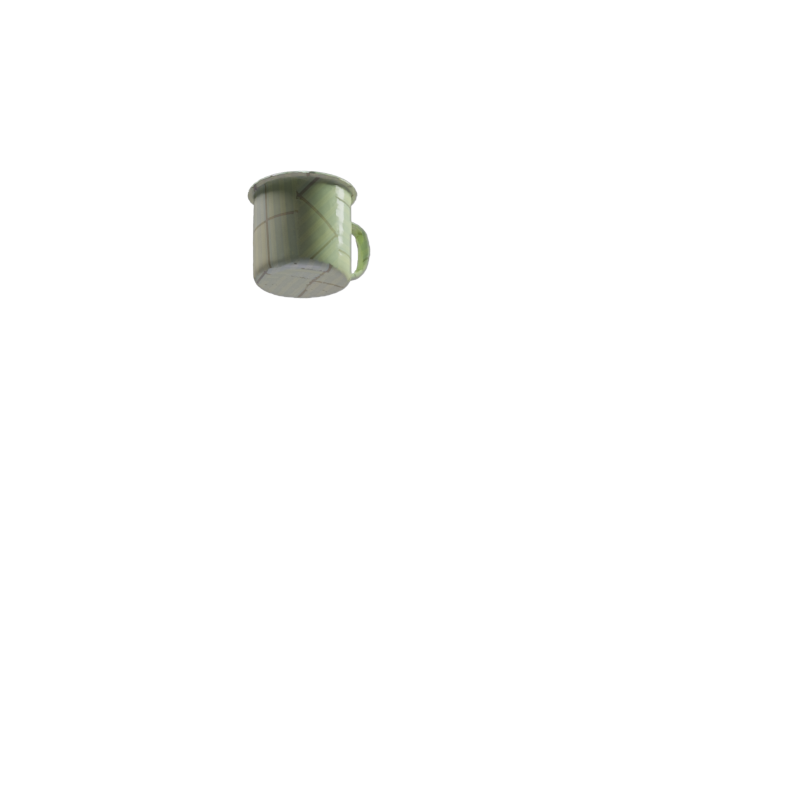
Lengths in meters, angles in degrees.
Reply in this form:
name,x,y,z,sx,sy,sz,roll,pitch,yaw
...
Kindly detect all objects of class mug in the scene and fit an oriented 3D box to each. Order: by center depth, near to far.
name,x,y,z,sx,sy,sz,roll,pitch,yaw
mug,-0.073,-0.133,0.933,0.111,0.085,0.094,15,-24,-40
